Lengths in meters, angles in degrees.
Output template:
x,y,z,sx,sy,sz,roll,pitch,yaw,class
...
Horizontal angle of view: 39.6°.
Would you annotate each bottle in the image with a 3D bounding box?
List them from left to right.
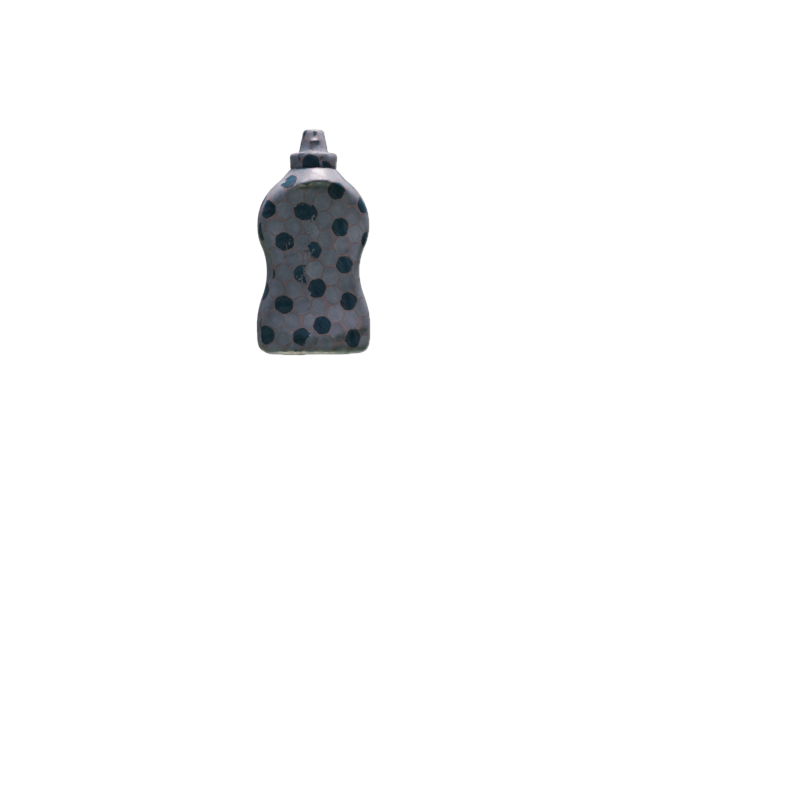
x,y,z,sx,sy,sz,roll,pitch,yaw,class
-0.075,-0.136,0.954,0.095,0.192,0.059,0,-1,-9,bottle
